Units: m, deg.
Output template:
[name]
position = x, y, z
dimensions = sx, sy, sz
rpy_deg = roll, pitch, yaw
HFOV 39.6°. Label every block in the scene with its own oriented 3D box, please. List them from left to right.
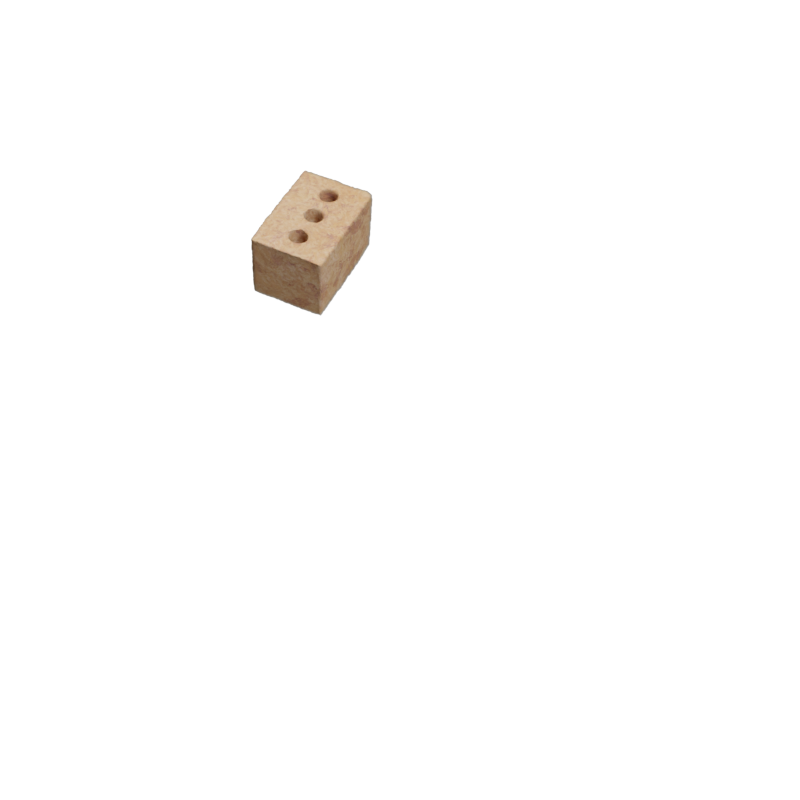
[block]
position = -0.058, -0.106, 0.743
dimensions = 0.054, 0.081, 0.048
rpy_deg = 20, -39, 15
